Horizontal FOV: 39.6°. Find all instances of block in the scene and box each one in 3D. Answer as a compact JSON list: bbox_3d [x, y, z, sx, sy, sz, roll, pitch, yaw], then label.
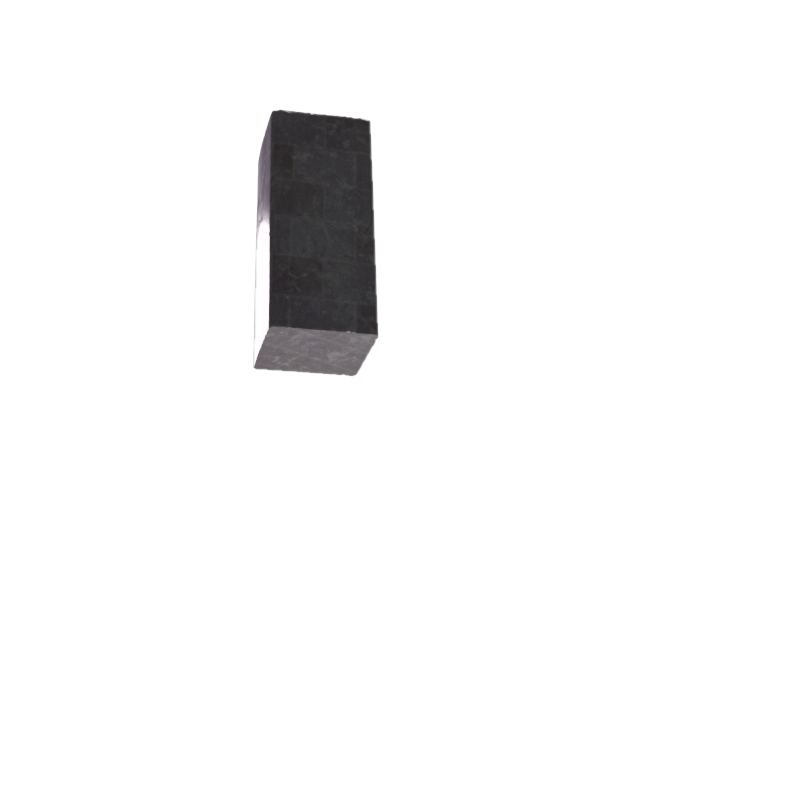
[{"bbox_3d":[-0.074,-0.136,0.950,0.089,0.219,0.086,4,-27,-12],"label":"block"}]
